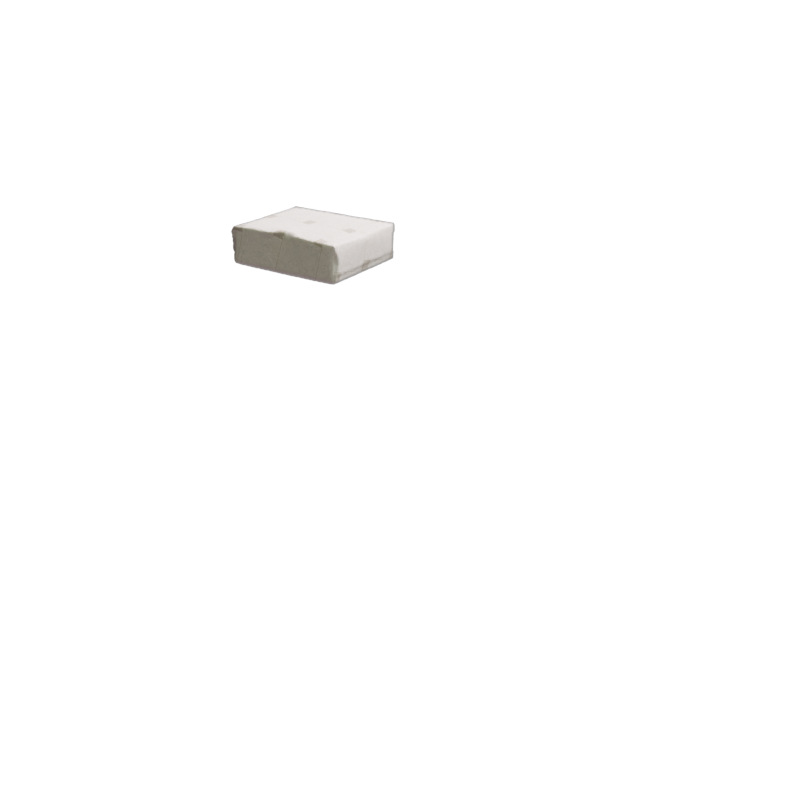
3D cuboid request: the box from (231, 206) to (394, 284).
[{"bbox_3d":[-0.060,-0.110,0.769,0.094,0.029,0.073,15,26,32],"label":"box"}]
